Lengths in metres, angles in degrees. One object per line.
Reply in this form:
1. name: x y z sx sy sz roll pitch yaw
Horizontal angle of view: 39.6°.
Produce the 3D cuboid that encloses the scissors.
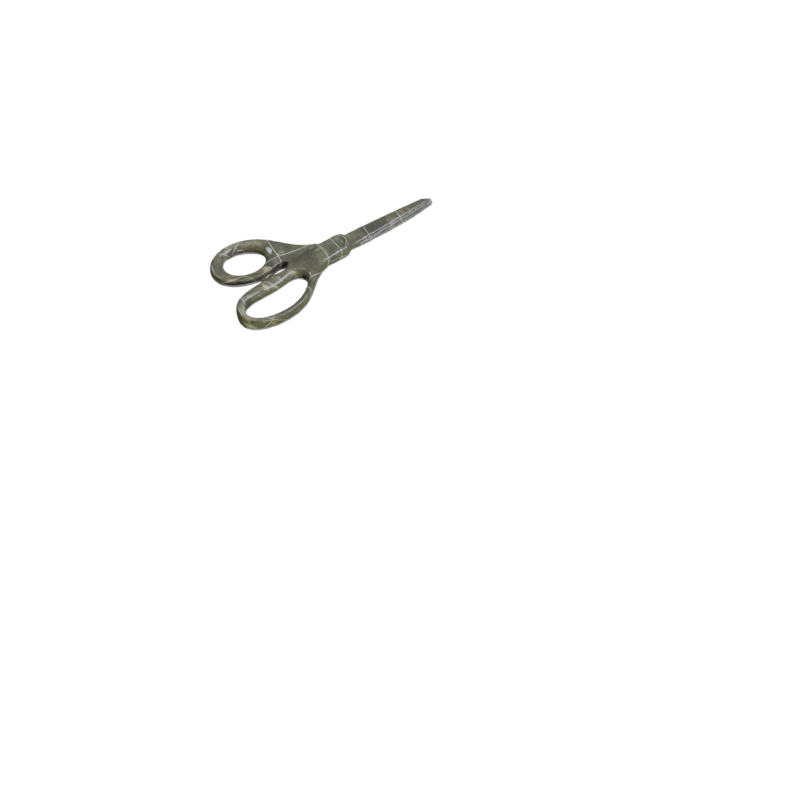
1. scissors: -0.070 -0.128 0.894 0.101 0.015 0.205 29 54 23
